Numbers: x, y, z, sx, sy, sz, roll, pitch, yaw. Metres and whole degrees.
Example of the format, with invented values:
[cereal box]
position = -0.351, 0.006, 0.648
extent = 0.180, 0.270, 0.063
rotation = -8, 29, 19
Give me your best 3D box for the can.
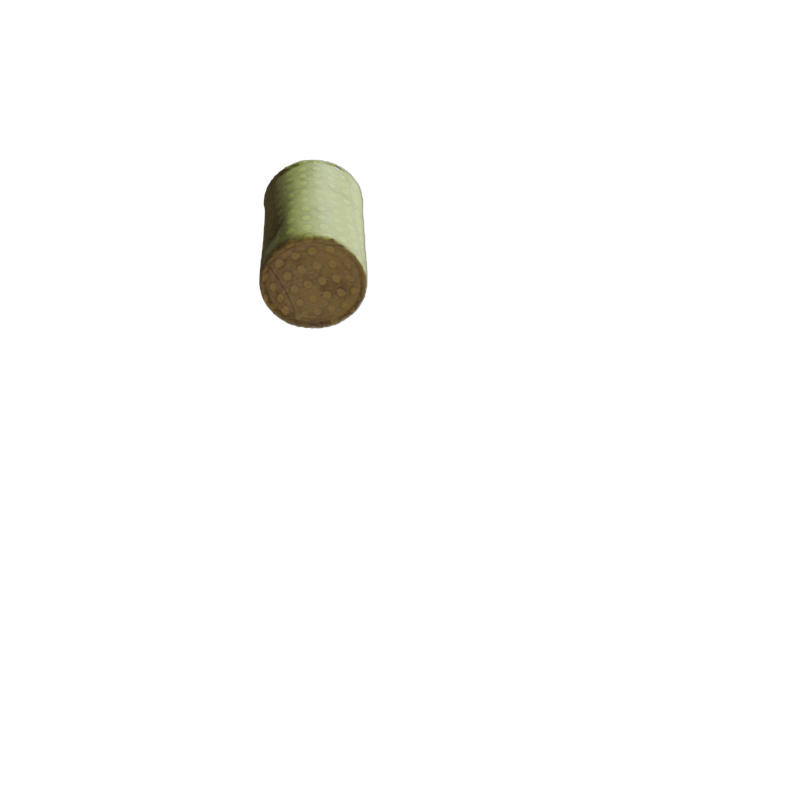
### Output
[can]
position = -0.056, -0.102, 0.712
extent = 0.068, 0.064, 0.109
rotation = -1, 36, -3
